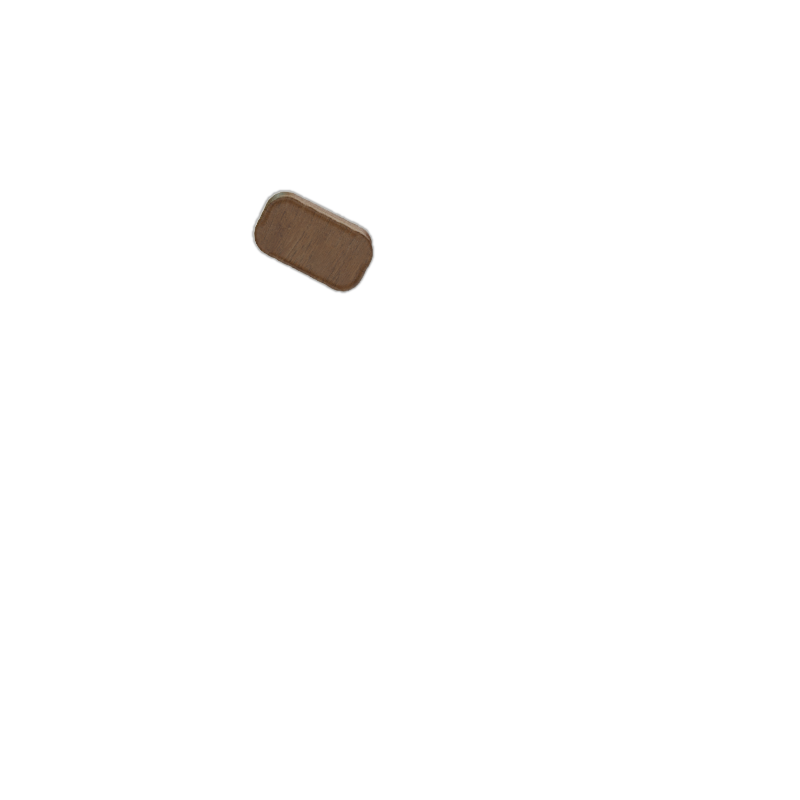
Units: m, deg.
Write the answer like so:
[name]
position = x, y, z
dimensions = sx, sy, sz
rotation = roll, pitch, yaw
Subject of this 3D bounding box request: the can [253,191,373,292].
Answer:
[can]
position = -0.073, -0.132, 0.927
dimensions = 0.101, 0.057, 0.085
rotation = 27, 6, -5
